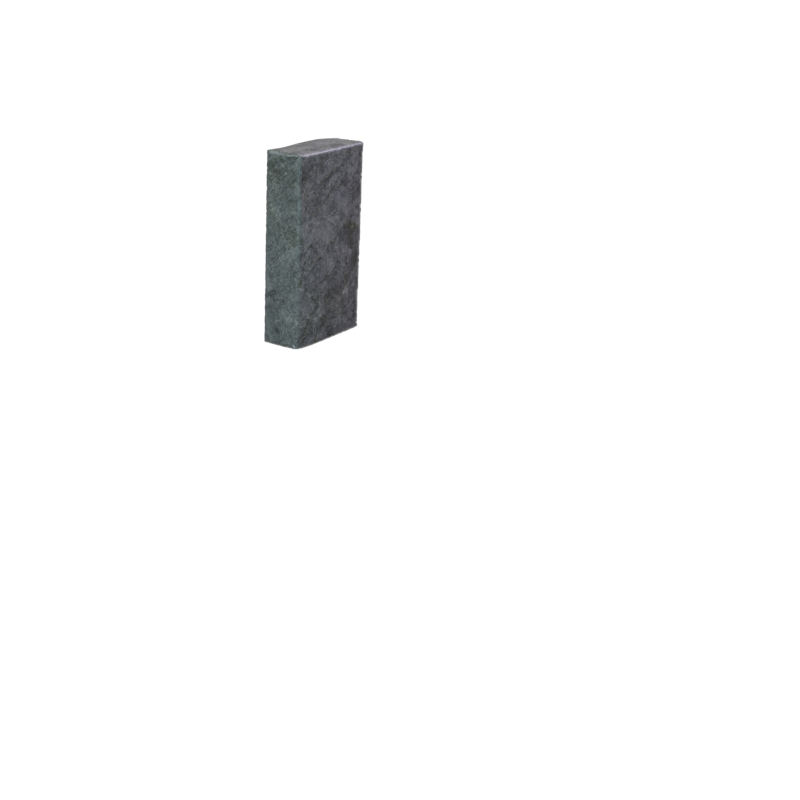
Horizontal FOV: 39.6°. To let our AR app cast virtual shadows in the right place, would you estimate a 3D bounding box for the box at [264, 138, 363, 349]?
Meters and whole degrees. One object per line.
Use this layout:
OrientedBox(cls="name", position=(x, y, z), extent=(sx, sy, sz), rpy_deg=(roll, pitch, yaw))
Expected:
OrientedBox(cls="box", position=(-0.078, -0.141, 0.988), extent=(0.050, 0.170, 0.092), rpy_deg=(11, 19, 33))
